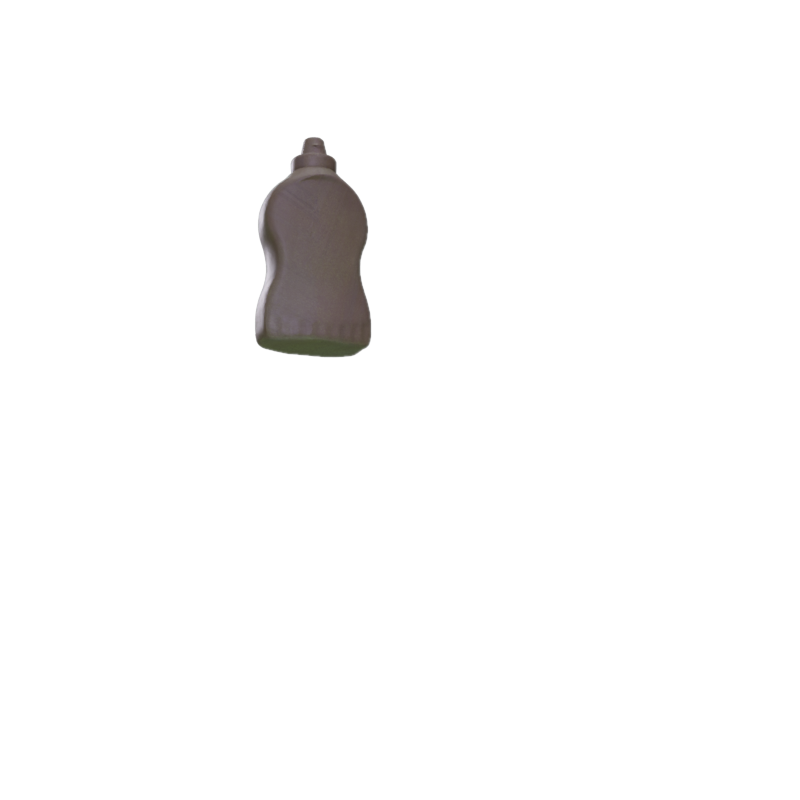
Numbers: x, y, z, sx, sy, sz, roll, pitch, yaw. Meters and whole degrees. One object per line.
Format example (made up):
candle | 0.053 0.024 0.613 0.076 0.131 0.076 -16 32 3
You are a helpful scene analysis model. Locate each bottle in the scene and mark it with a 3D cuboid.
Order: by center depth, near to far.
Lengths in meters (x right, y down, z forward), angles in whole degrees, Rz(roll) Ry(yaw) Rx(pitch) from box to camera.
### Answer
bottle | -0.075 -0.137 0.957 0.093 0.201 0.057 5 -20 -19
